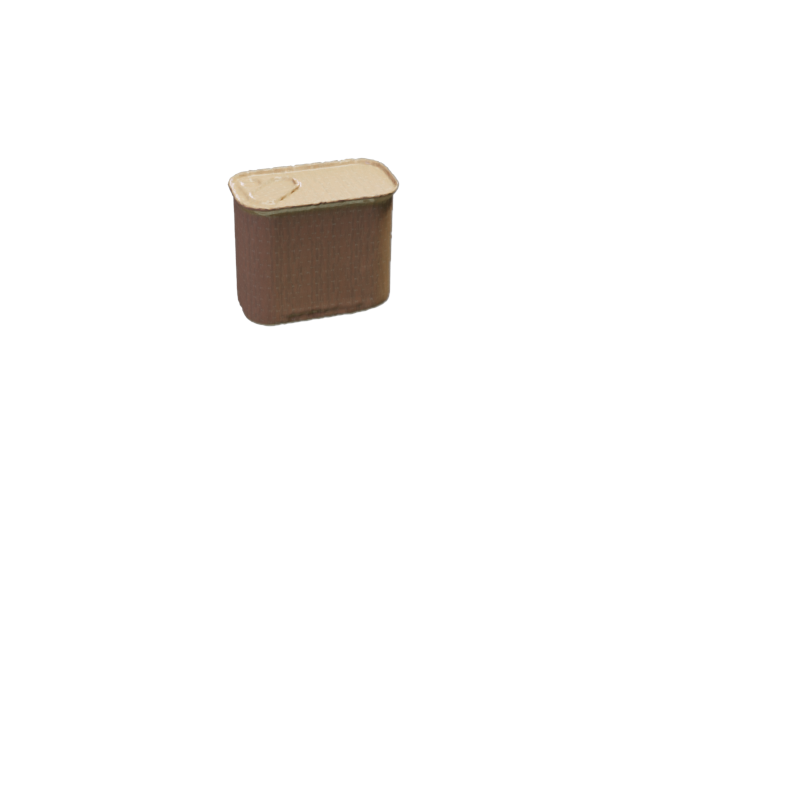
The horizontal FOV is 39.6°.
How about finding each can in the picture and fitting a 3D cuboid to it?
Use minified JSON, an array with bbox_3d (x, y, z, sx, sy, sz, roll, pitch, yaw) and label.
[{"bbox_3d":[-0.055,-0.099,0.695,0.100,0.079,0.062,-9,32,-15],"label":"can"}]
